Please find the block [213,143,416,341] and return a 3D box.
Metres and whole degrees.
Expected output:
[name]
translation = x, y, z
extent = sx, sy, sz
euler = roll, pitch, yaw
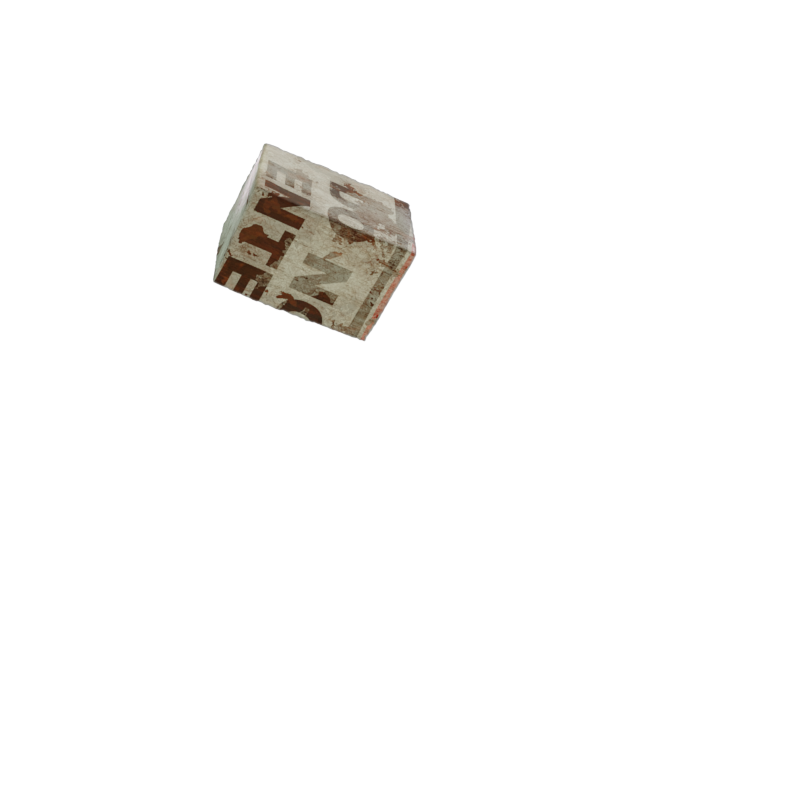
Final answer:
[block]
translation = -0.039, -0.072, 0.504
extent = 0.076, 0.051, 0.055
euler = 22, 29, -14
